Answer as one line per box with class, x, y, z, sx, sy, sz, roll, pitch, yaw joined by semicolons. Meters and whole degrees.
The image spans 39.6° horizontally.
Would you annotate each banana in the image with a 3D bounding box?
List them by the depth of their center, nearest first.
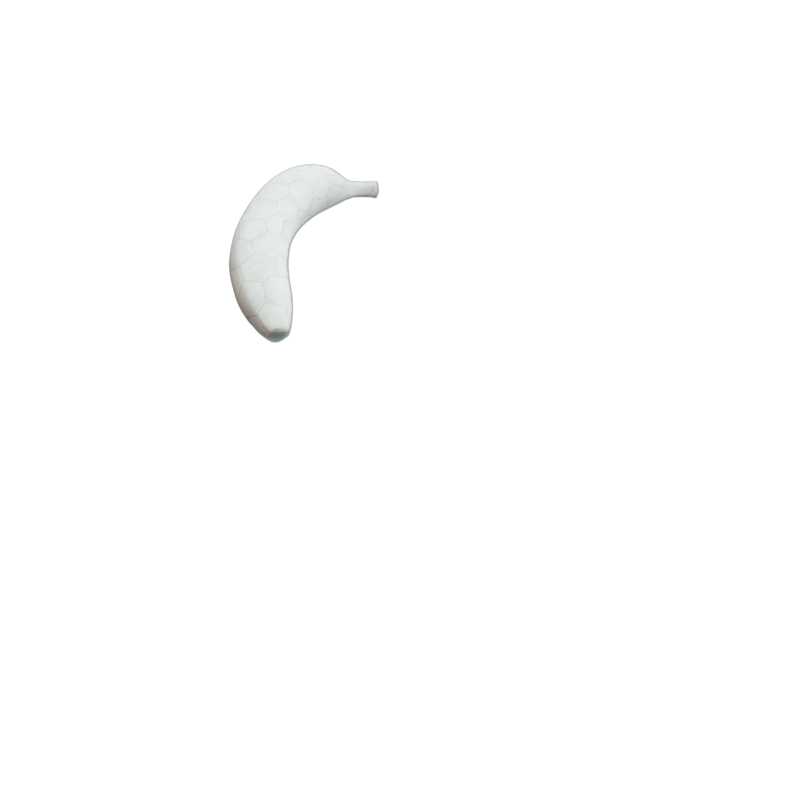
banana;-0.072;-0.108;0.716;0.071;0.034;0.206;10;39;12
